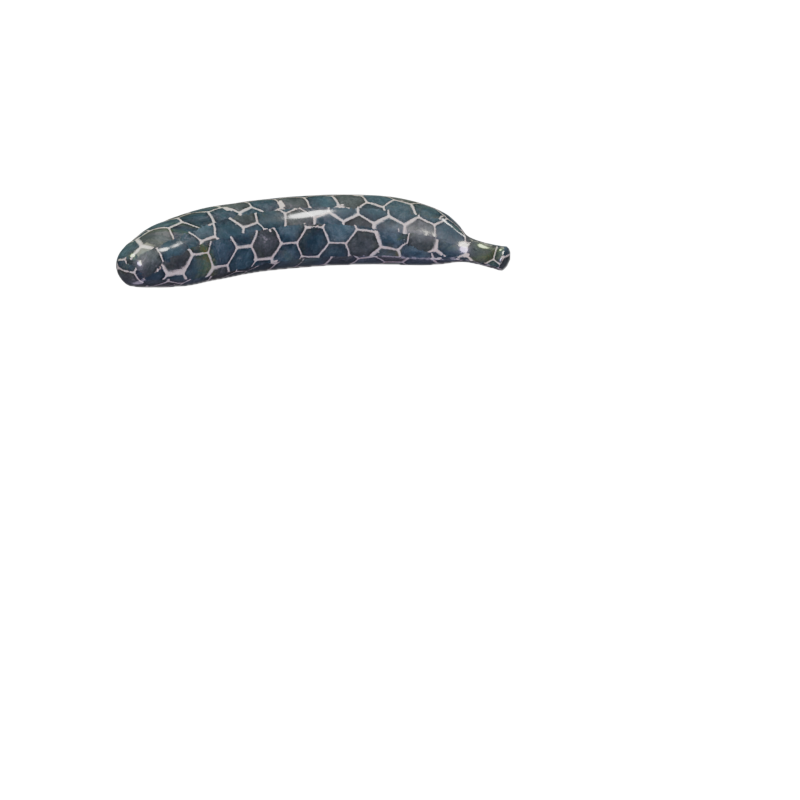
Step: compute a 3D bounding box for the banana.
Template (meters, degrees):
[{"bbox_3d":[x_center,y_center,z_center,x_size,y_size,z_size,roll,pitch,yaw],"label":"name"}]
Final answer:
[{"bbox_3d":[-0.046,-0.078,0.532,0.193,0.036,0.073,-7,16,-26],"label":"banana"}]
